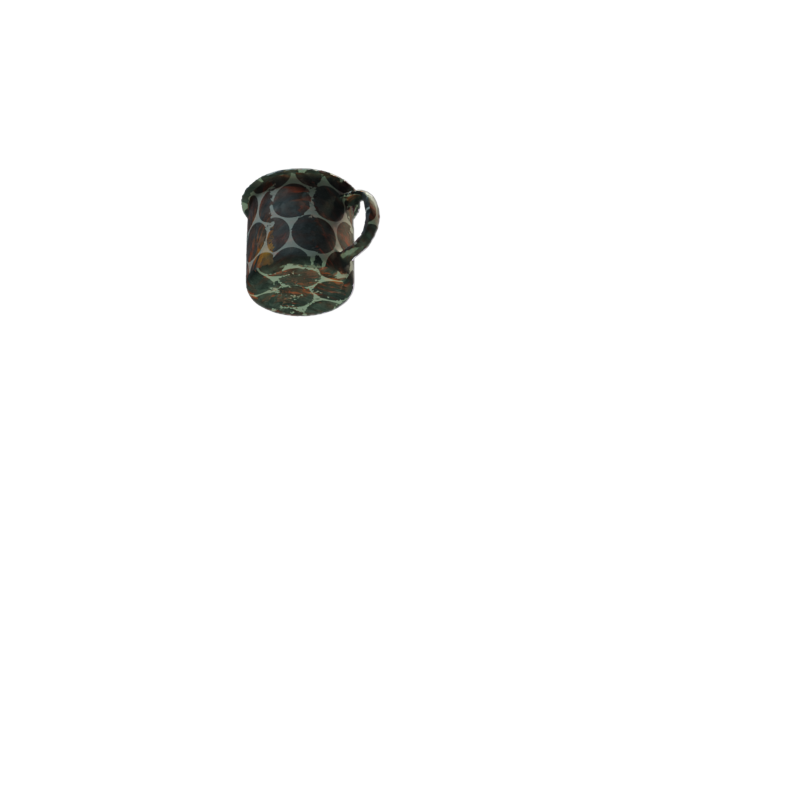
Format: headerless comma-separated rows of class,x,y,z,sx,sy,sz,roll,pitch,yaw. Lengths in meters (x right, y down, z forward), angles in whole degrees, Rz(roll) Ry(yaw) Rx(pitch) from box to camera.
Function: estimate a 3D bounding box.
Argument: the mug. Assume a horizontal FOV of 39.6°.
mug,-0.066,-0.120,0.837,0.118,0.087,0.086,-18,-33,28
